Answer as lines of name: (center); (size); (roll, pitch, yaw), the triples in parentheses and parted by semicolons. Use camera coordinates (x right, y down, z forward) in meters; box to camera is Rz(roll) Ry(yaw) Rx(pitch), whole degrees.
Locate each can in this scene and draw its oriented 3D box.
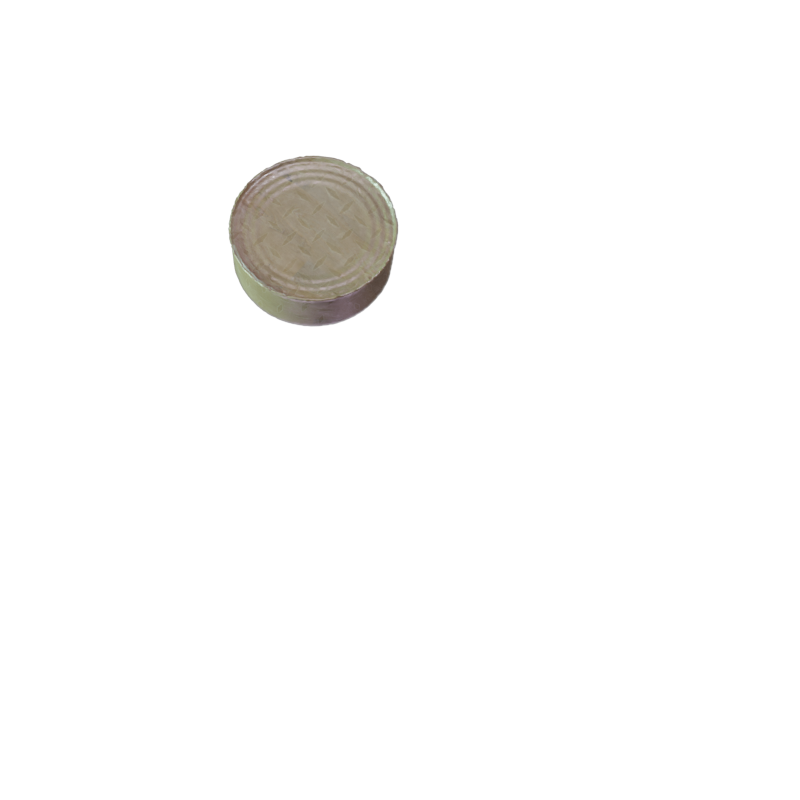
can: (-0.045, -0.082, 0.574); (0.086, 0.091, 0.032); (-1, -28, -1)
